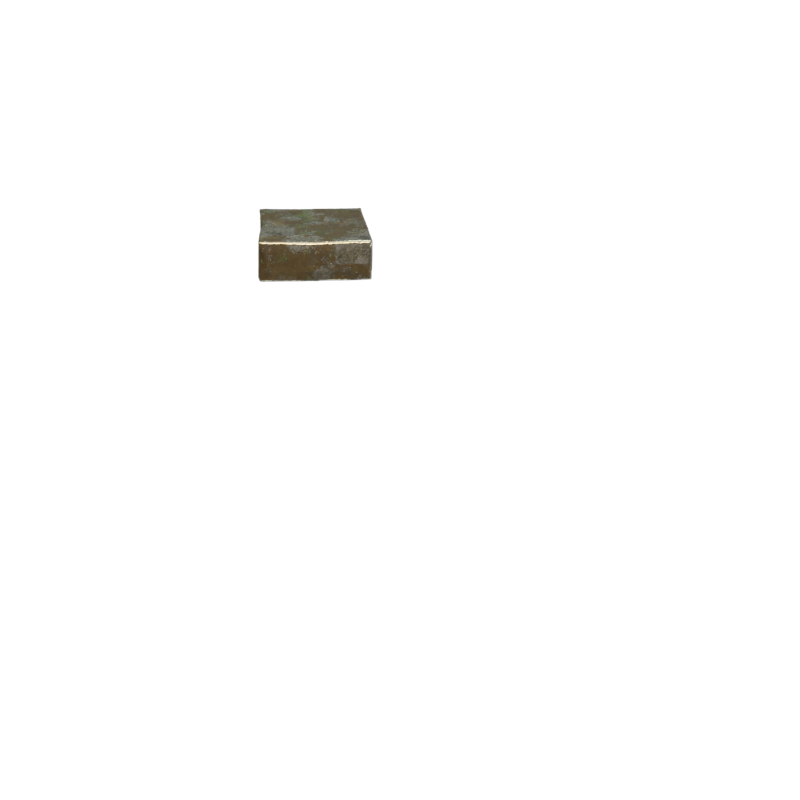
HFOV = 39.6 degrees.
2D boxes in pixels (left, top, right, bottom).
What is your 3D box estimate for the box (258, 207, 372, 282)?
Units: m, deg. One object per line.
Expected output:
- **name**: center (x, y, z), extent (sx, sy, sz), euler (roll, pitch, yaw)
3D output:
- **box**: center (-0.058, -0.106, 0.745), extent (0.073, 0.029, 0.094), euler (-1, 23, -4)
